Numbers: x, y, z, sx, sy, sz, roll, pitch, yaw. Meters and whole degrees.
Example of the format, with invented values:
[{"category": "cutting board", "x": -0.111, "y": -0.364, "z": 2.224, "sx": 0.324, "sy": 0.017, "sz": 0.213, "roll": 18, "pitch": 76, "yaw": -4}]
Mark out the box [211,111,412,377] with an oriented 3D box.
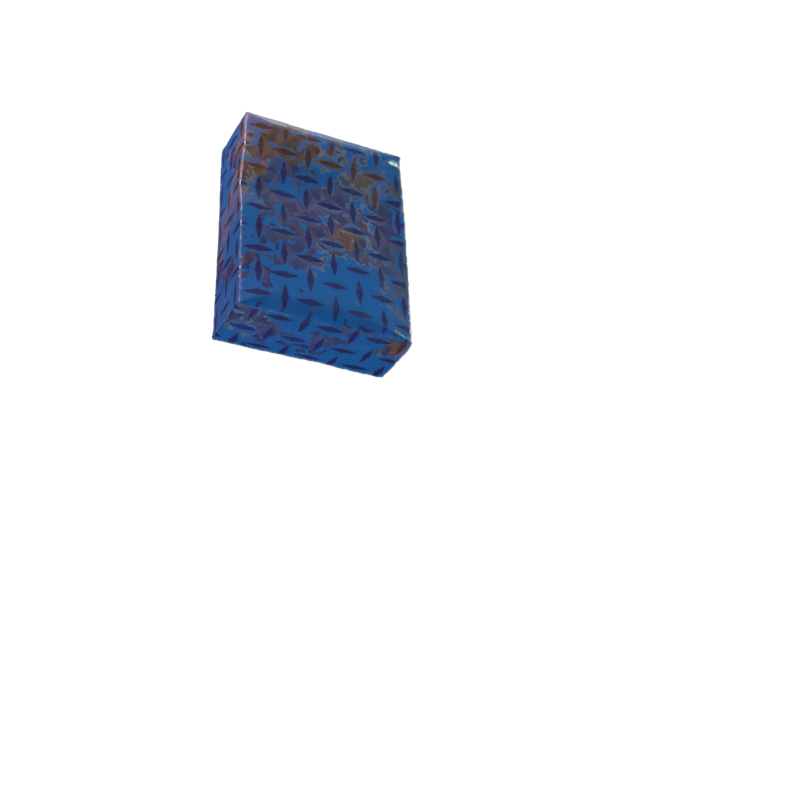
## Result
[{"category": "box", "x": -0.078, "y": -0.142, "z": 0.992, "sx": 0.158, "sy": 0.228, "sz": 0.070, "roll": 12, "pitch": -36, "yaw": -21}]
